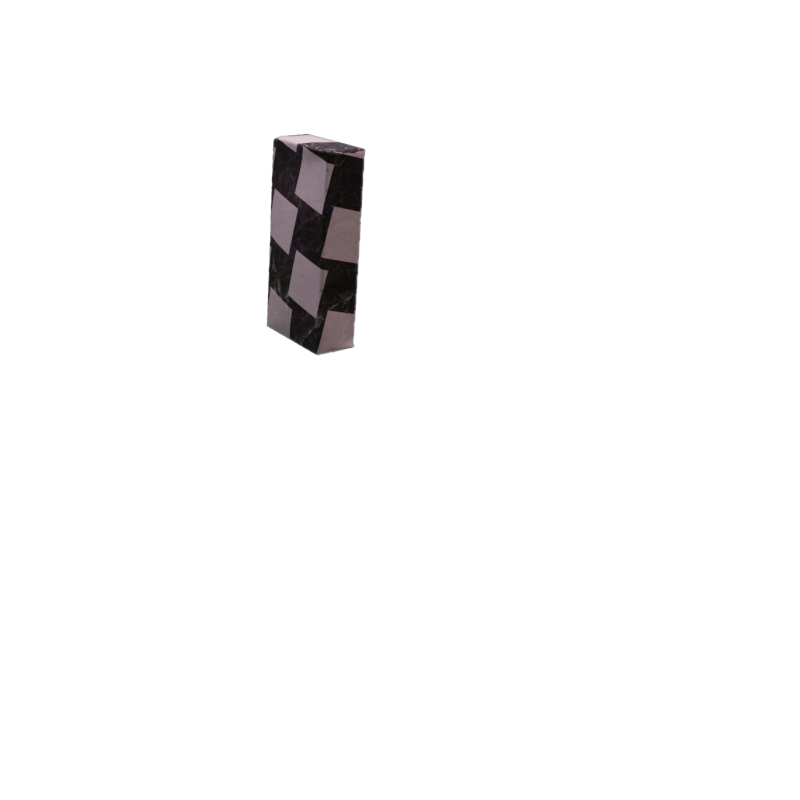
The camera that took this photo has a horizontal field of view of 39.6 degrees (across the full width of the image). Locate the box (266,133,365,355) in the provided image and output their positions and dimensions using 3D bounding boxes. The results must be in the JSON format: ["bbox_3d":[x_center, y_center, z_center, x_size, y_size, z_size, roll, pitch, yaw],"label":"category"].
[{"bbox_3d":[-0.076,-0.137,0.962,0.047,0.170,0.099,-9,19,-33],"label":"box"}]
